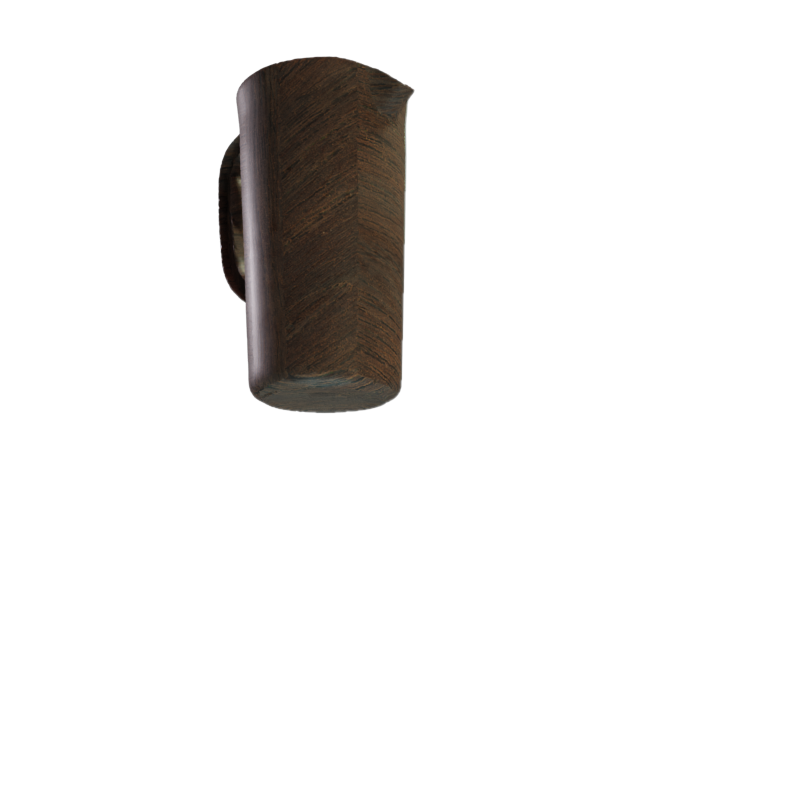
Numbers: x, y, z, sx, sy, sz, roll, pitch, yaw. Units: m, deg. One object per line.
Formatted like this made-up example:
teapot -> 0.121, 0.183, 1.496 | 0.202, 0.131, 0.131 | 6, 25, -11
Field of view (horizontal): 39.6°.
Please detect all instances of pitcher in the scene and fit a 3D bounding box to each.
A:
pitcher -> -0.064, -0.118, 0.824 | 0.144, 0.254, 0.144 | 1, -17, -7
